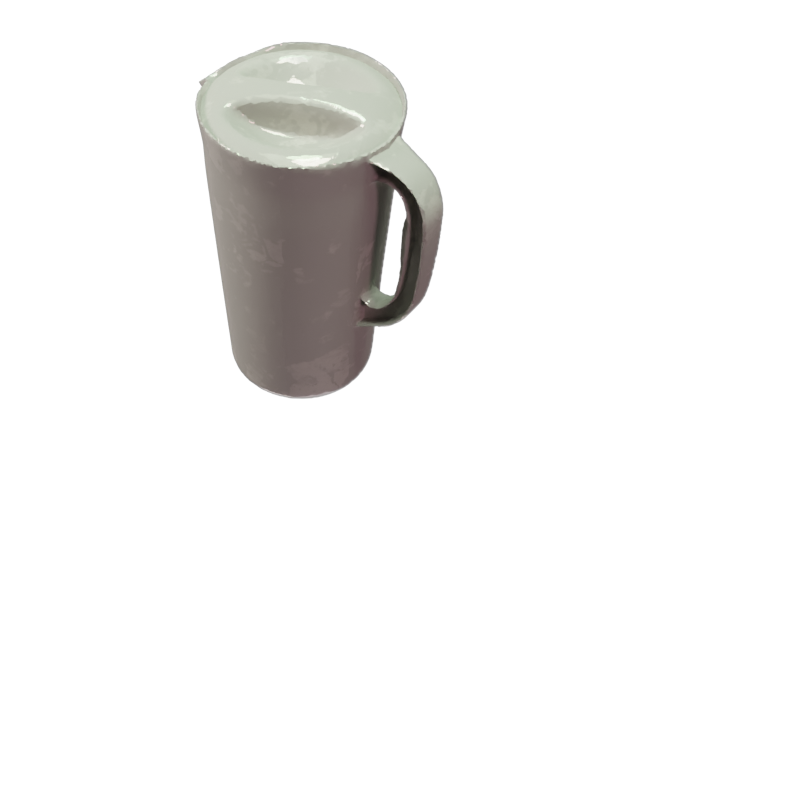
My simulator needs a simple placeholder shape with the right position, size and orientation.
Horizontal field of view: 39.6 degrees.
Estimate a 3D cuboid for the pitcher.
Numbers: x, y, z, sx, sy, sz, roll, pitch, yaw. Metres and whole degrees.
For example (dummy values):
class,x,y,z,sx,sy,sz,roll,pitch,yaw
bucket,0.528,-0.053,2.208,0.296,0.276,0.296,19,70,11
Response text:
class,x,y,z,sx,sy,sz,roll,pitch,yaw
pitcher,-0.060,-0.109,0.765,0.144,0.161,0.226,-5,-42,-8
